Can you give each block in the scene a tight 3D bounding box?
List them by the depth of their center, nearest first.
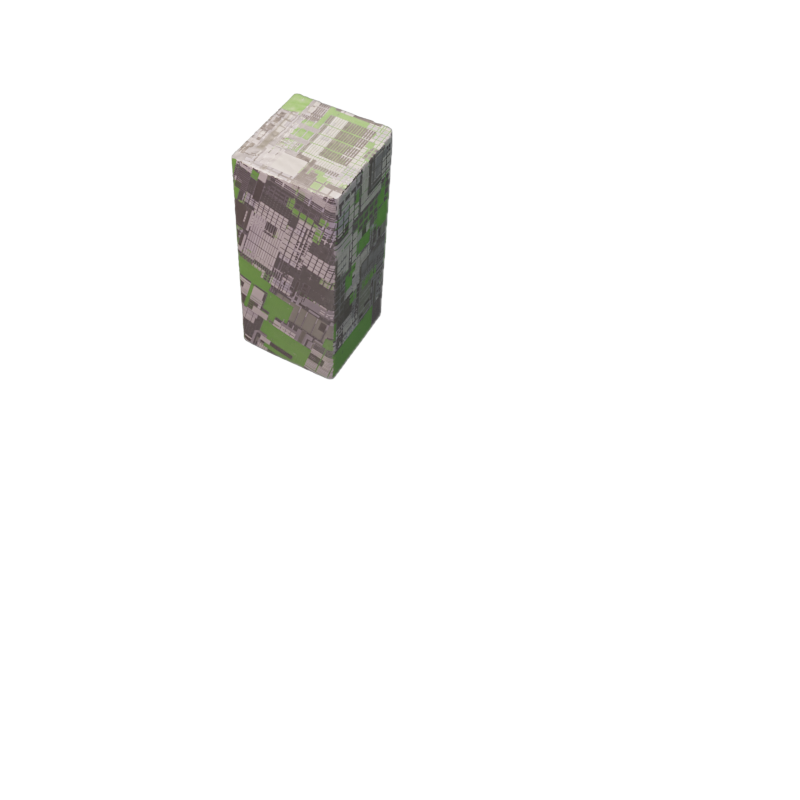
[{"bbox_3d":[-0.068,-0.125,0.878,0.094,0.192,0.093,25,52,17],"label":"block"}]
